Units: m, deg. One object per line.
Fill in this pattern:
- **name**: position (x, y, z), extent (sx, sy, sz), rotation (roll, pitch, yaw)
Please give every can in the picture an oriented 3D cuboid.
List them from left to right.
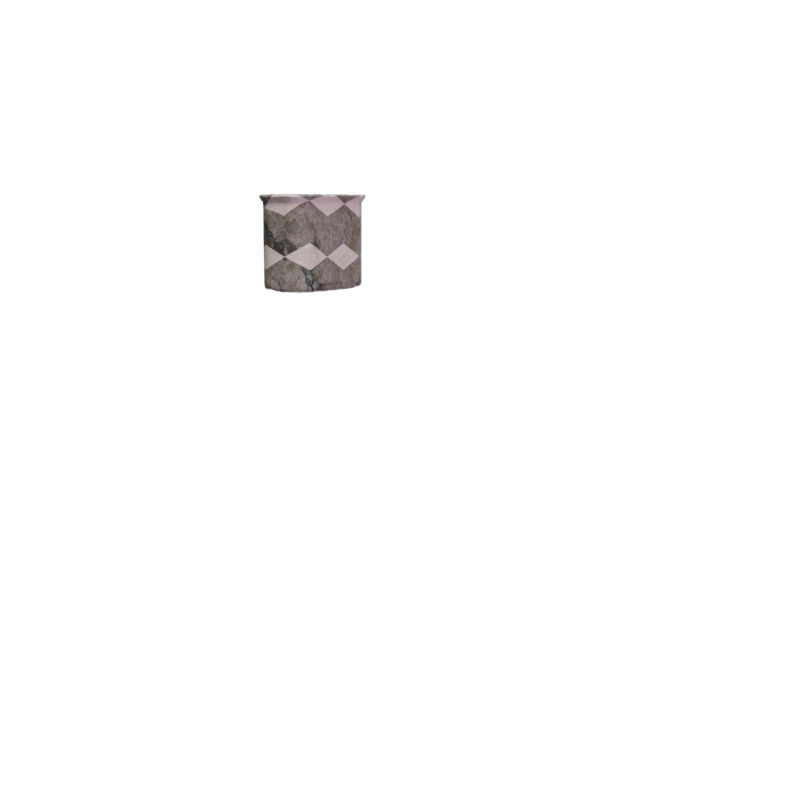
- **can**: position (-0.076, -0.139, 0.977), extent (0.060, 0.083, 0.099), rotation (3, 7, 37)
